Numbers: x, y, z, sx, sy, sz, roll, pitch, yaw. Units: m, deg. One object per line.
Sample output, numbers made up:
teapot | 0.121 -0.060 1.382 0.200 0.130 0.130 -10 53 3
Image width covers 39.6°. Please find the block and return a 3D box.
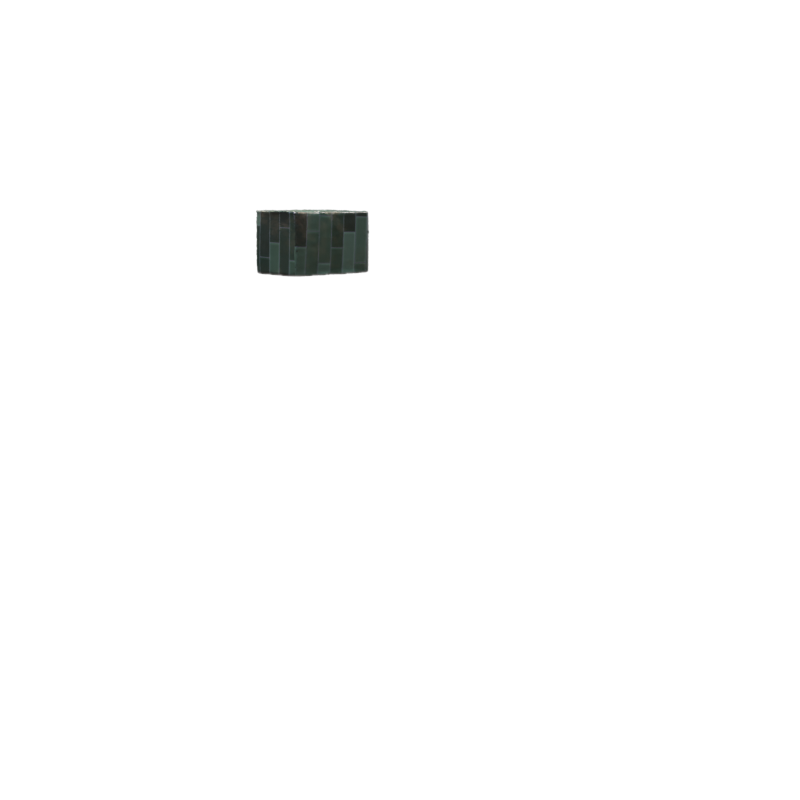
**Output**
block | -0.070 -0.127 0.891 0.075 0.051 0.055 -7 9 -42
